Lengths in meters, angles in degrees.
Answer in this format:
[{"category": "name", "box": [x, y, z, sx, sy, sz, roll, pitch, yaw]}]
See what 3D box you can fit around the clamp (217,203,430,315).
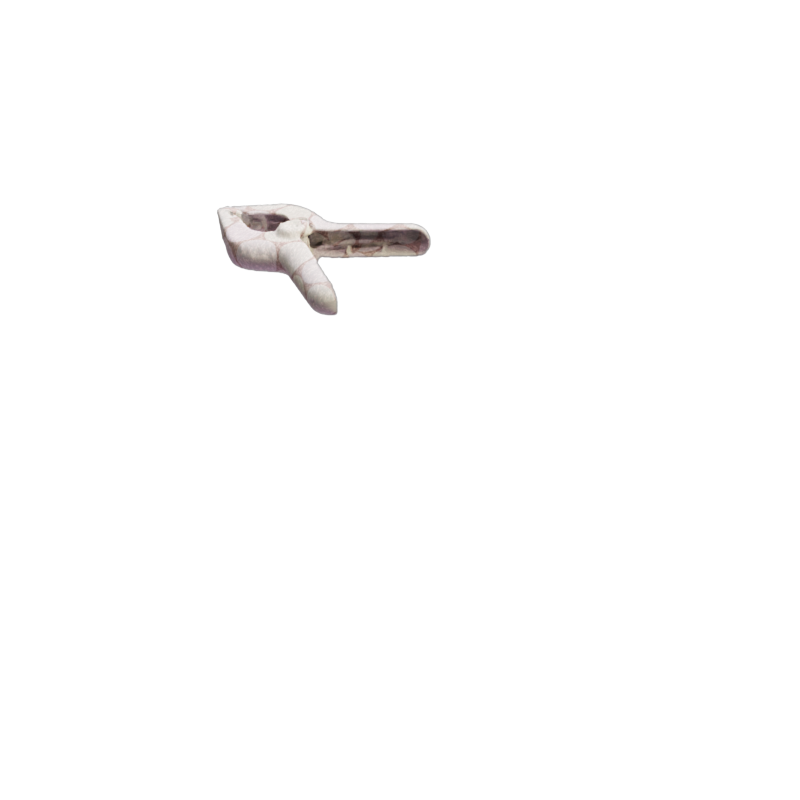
[{"category": "clamp", "box": [-0.066, -0.120, 0.838, 0.119, 0.037, 0.183, -24, 38, -35]}]
